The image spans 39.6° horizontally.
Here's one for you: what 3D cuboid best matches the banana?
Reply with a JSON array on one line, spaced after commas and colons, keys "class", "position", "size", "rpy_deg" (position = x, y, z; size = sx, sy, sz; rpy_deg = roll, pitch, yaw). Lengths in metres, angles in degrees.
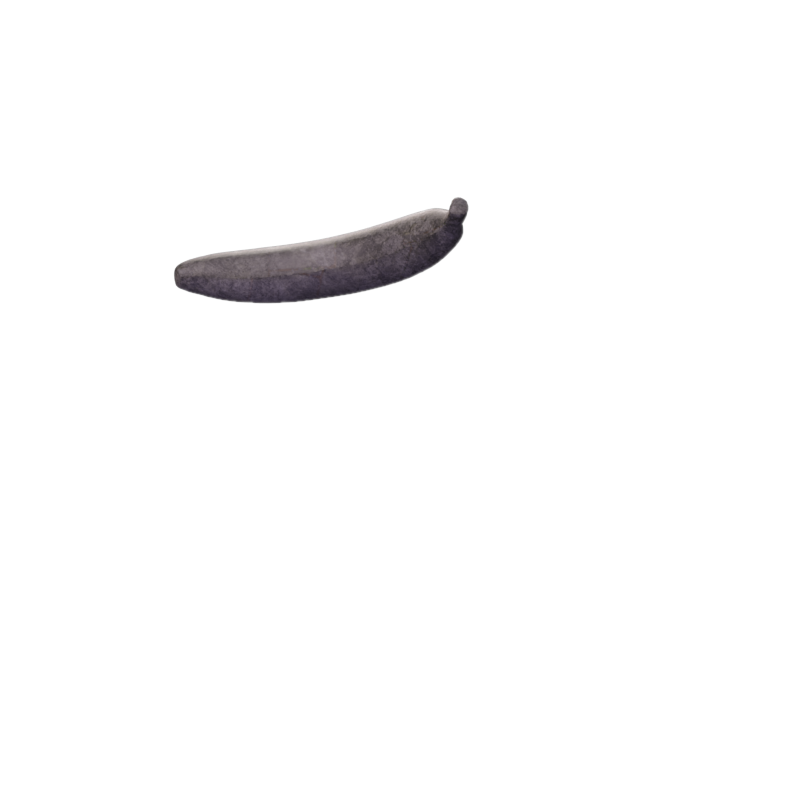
[{"class": "banana", "position": [-0.042, -0.090, 0.688], "size": [0.201, 0.039, 0.064], "rpy_deg": [-12, -30, 22]}]
